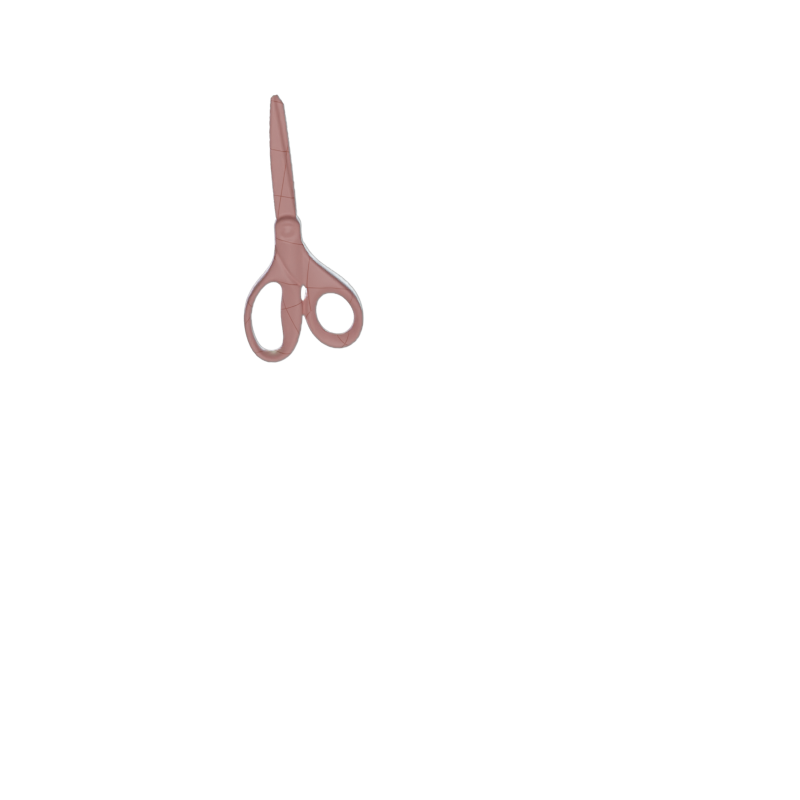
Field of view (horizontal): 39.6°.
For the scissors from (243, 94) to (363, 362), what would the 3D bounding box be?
[{"bbox_3d":[-0.061,-0.112,0.781,0.095,0.192,0.017,12,27,-6],"label":"scissors"}]
